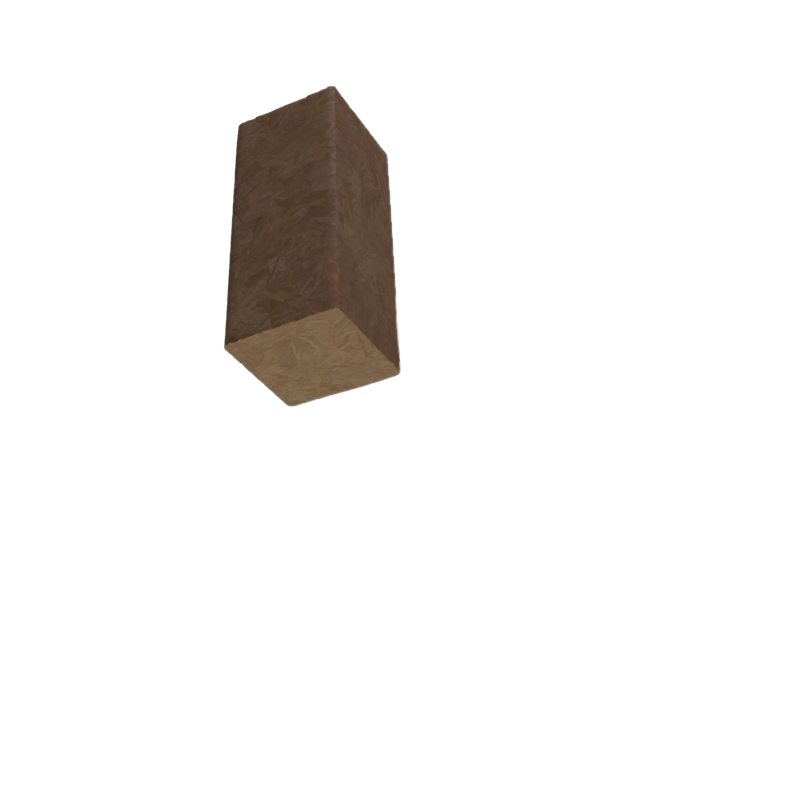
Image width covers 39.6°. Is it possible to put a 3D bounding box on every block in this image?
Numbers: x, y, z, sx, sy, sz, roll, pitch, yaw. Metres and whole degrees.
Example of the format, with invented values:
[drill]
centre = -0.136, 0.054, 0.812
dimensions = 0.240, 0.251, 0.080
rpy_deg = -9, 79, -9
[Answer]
[block]
centre = -0.063, -0.114, 0.800
dimensions = 0.091, 0.221, 0.084
rpy_deg = -19, -39, 21
